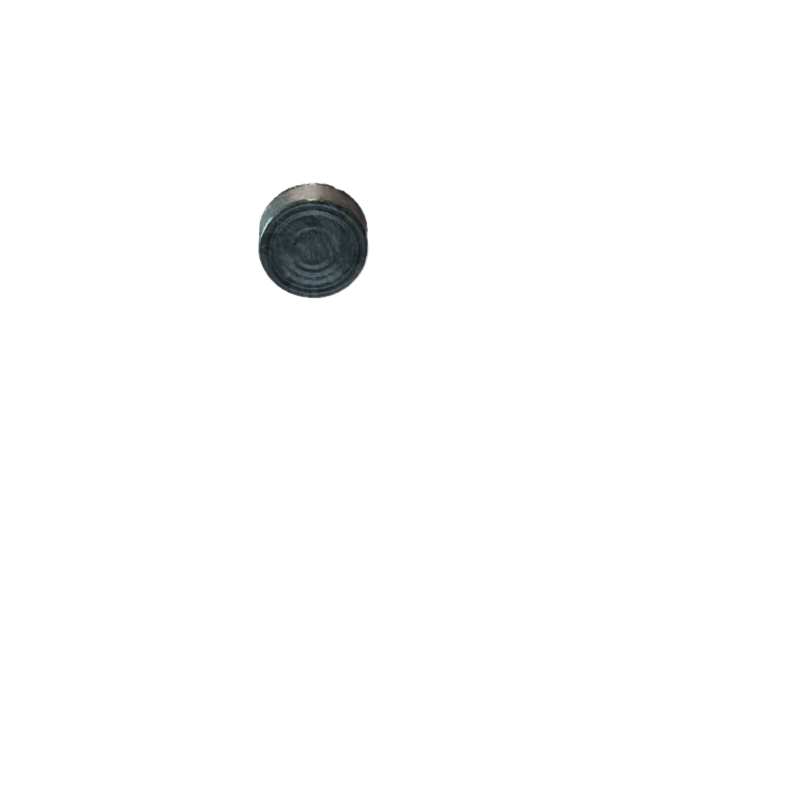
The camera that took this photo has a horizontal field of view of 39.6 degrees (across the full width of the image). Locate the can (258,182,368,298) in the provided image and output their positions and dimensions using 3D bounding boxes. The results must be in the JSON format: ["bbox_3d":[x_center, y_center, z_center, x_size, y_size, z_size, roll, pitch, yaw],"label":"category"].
[{"bbox_3d":[-0.067,-0.122,0.857,0.086,0.081,0.036,1,29,-1],"label":"can"}]
